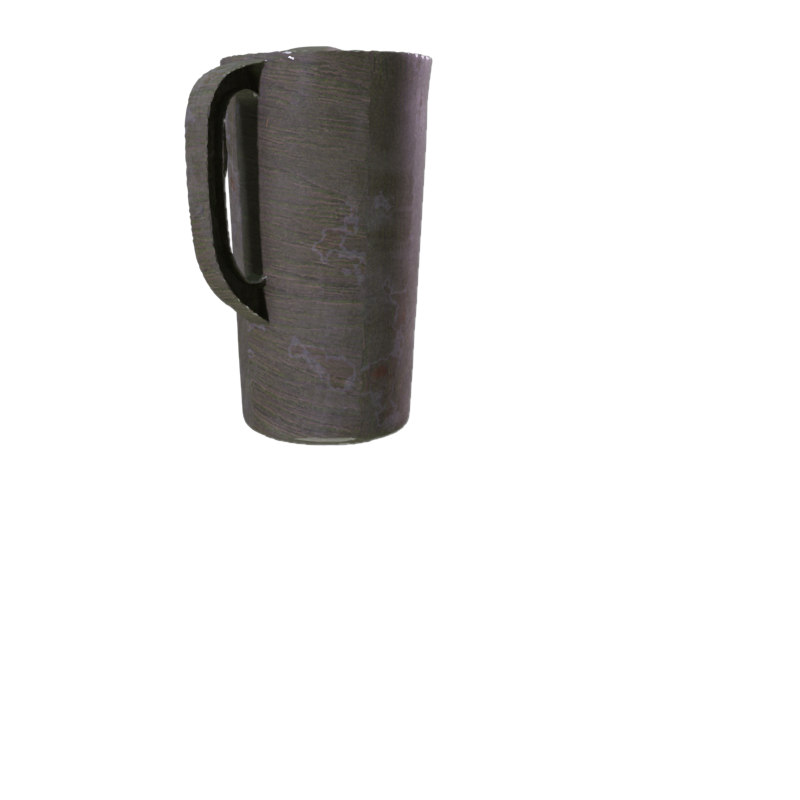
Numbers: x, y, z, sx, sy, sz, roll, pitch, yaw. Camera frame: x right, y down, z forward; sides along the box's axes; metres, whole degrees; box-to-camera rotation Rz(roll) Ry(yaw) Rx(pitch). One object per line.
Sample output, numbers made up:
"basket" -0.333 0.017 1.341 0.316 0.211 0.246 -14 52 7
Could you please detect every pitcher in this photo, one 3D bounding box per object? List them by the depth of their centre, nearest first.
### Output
"pitcher" -0.055 -0.100 0.698 0.149 0.240 0.147 0 6 -3
